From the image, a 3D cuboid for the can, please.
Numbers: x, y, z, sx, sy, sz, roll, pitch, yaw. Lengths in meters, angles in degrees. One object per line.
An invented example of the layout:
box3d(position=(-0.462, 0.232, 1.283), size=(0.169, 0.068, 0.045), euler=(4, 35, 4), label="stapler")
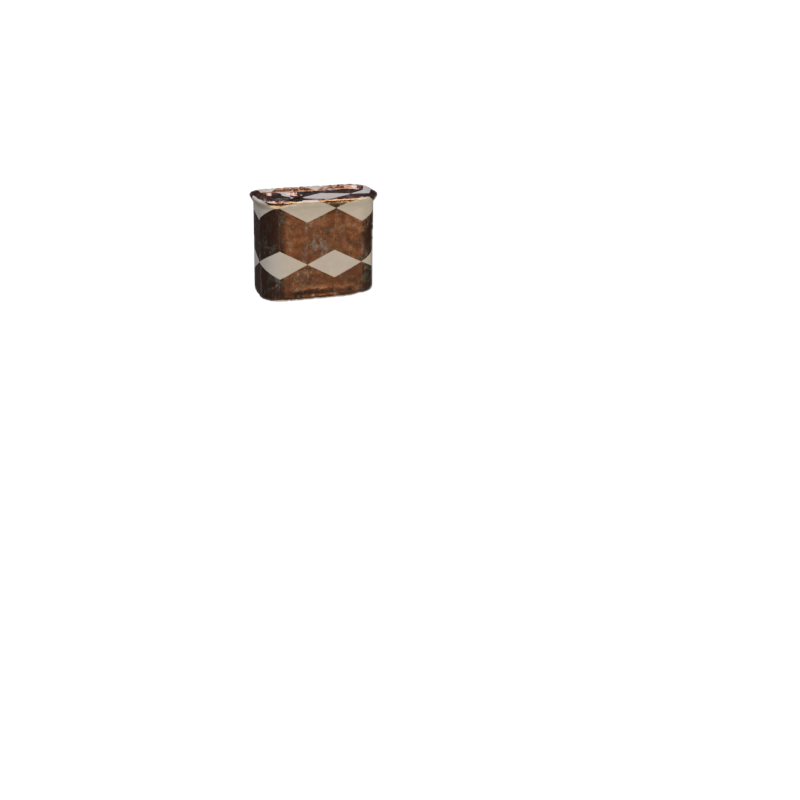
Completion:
box3d(position=(-0.072, -0.131, 0.916), size=(0.100, 0.081, 0.061), euler=(-5, 18, -17), label="can")
